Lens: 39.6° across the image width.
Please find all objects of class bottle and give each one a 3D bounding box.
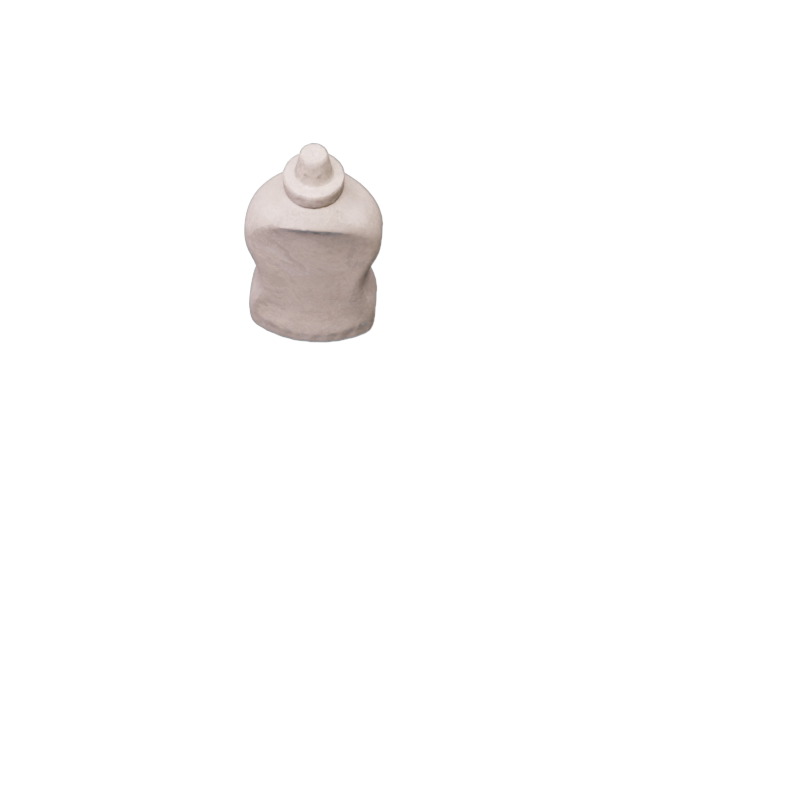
[{"bbox_3d":[-0.061,-0.112,0.784,0.096,0.062,0.180,7,-30,1],"label":"bottle"}]
